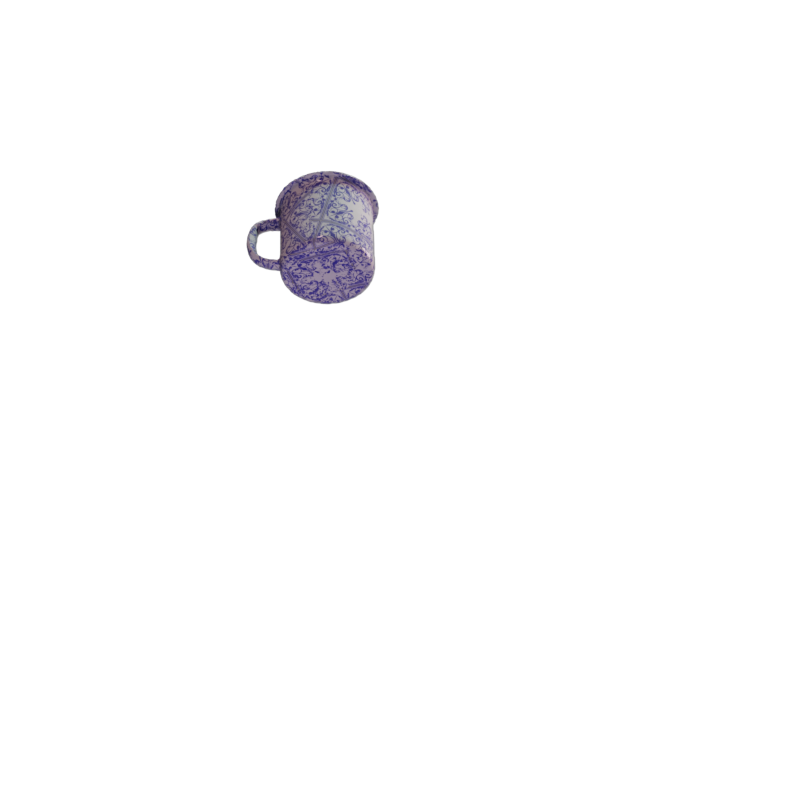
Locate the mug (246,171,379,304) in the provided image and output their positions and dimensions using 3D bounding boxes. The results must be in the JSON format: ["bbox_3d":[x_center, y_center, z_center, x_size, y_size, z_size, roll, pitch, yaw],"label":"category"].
[{"bbox_3d":[-0.076,-0.138,0.965,0.117,0.087,0.087,-2,-40,0],"label":"mug"}]
